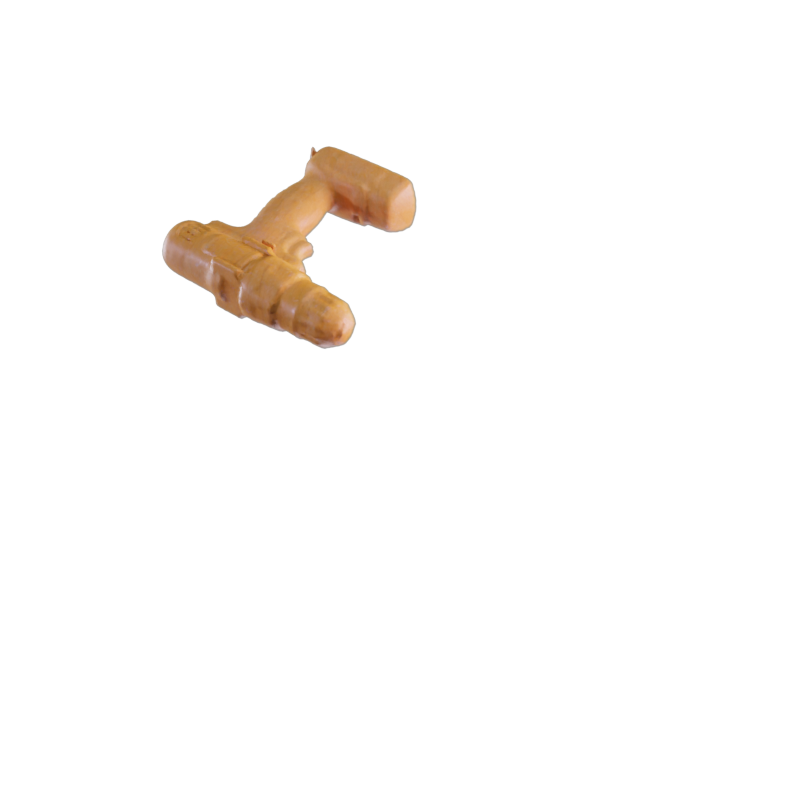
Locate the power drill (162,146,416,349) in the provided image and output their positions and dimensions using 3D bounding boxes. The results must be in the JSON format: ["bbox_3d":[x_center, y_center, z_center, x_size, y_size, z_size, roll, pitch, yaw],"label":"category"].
[{"bbox_3d":[-0.070,-0.128,0.897,0.195,0.053,0.190,28,49,28],"label":"power drill"}]
